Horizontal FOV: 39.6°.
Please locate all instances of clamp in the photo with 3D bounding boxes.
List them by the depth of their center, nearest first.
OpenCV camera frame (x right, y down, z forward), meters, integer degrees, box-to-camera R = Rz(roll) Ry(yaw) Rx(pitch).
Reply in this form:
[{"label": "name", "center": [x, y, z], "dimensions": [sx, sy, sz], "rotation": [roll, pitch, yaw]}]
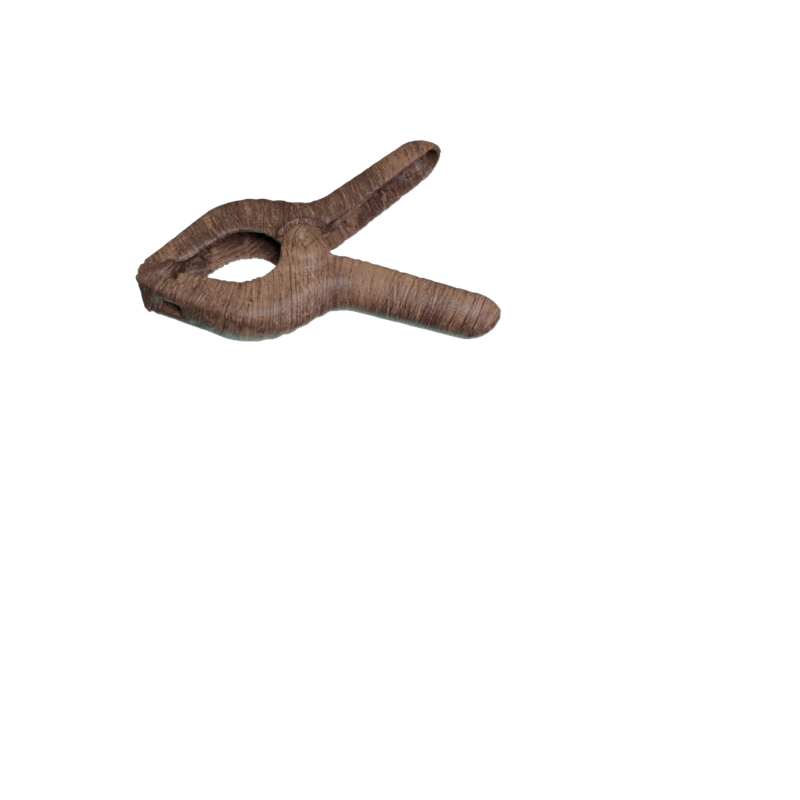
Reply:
[{"label": "clamp", "center": [-0.043, -0.079, 0.552], "dimensions": [0.171, 0.129, 0.036], "rotation": [-3, -41, -2]}]
